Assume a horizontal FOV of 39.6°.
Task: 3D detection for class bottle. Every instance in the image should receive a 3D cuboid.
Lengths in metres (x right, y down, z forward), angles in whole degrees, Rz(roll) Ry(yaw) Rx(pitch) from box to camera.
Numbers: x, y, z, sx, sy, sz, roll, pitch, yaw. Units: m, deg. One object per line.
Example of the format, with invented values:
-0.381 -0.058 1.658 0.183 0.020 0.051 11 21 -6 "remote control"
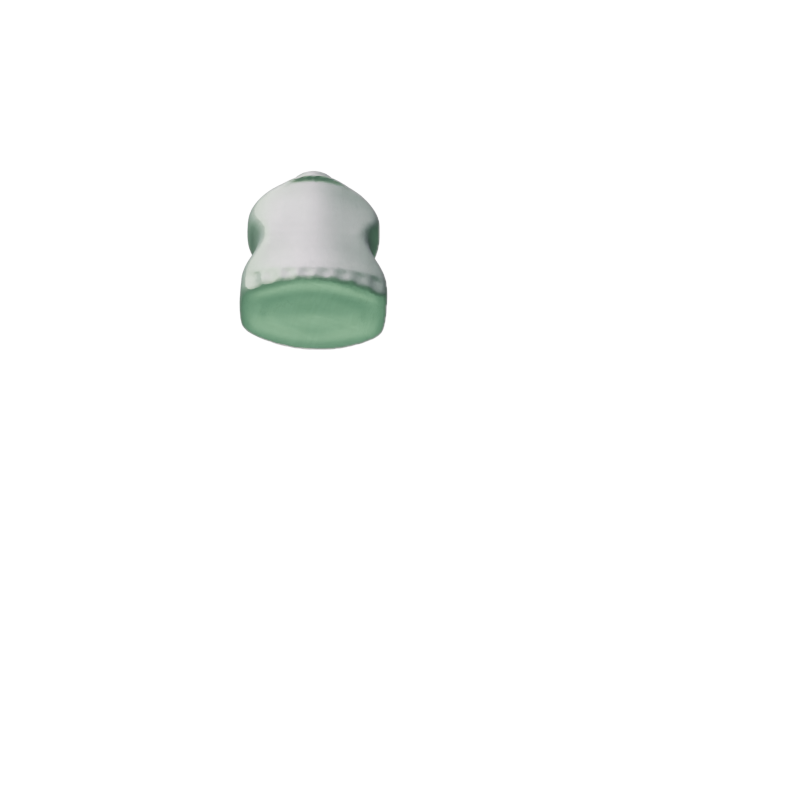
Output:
-0.062 -0.113 0.794 0.096 0.055 0.205 0 36 -3 "bottle"
